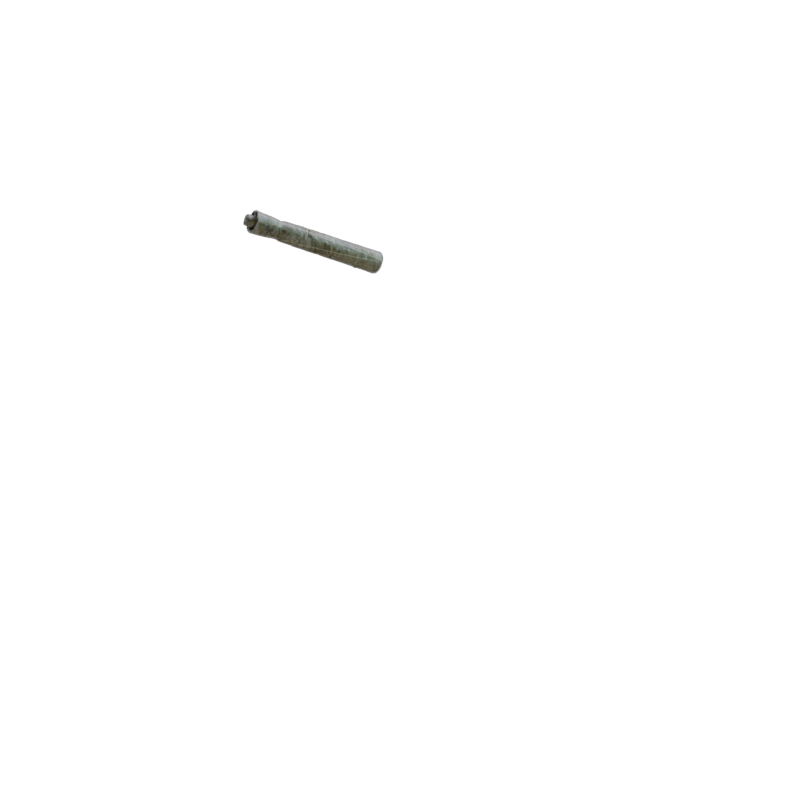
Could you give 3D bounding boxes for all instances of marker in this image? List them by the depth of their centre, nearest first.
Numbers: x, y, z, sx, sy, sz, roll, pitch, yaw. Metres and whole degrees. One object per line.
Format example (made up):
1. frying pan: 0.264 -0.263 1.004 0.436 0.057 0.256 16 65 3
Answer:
1. marker: -0.069 -0.126 0.883 0.116 0.020 0.020 15 -3 -25
